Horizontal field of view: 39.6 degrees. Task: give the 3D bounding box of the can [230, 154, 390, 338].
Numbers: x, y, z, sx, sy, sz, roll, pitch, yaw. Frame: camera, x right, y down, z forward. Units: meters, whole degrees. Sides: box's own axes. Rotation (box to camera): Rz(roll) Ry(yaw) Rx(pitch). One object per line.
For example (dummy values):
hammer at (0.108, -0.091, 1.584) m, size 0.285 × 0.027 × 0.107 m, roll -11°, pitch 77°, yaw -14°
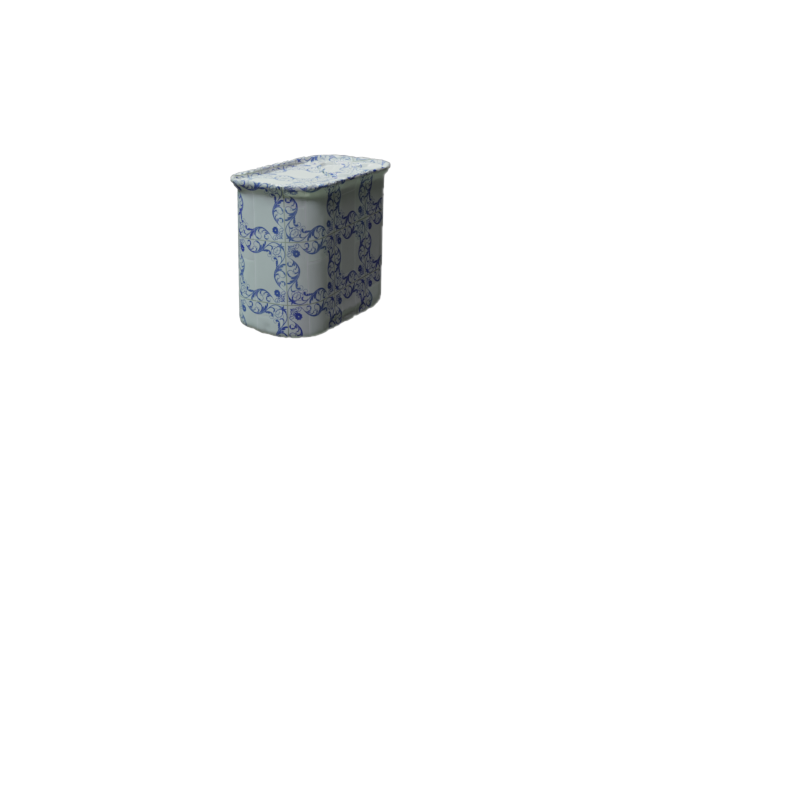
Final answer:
can at (-0.049, -0.089, 0.622) m, size 0.060 × 0.081 × 0.101 m, roll 10°, pitch 20°, yaw 27°
